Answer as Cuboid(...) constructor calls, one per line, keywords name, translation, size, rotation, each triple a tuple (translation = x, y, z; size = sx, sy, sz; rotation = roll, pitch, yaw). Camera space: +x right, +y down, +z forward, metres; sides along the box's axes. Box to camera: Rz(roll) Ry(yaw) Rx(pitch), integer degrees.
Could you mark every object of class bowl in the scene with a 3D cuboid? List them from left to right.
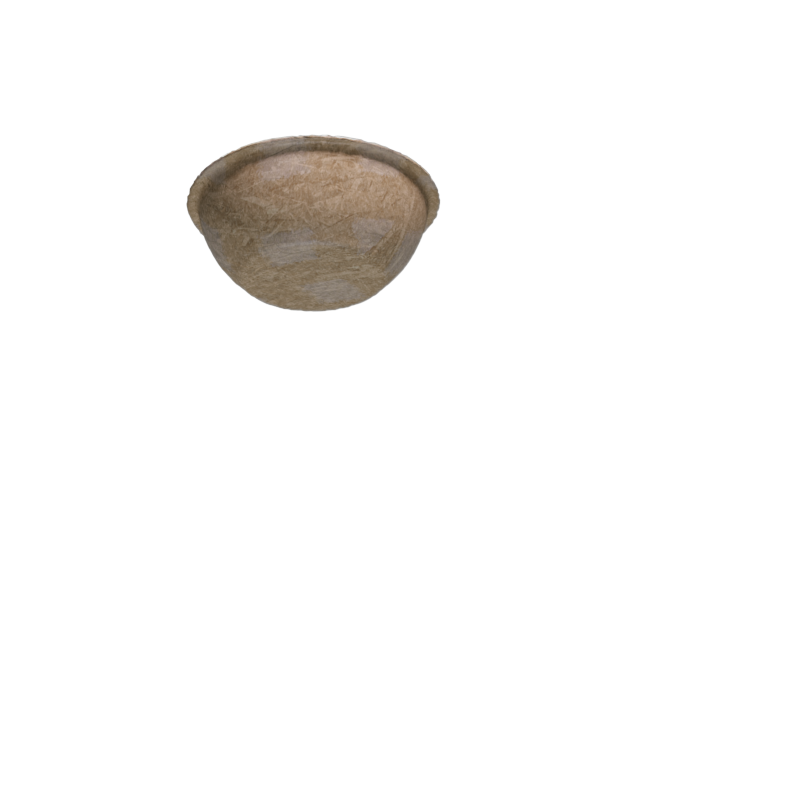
Cuboid(name="bowl", translation=(-0.055, -0.100, 0.699), size=(0.162, 0.058, 0.153), rotation=(1, -24, -2))
